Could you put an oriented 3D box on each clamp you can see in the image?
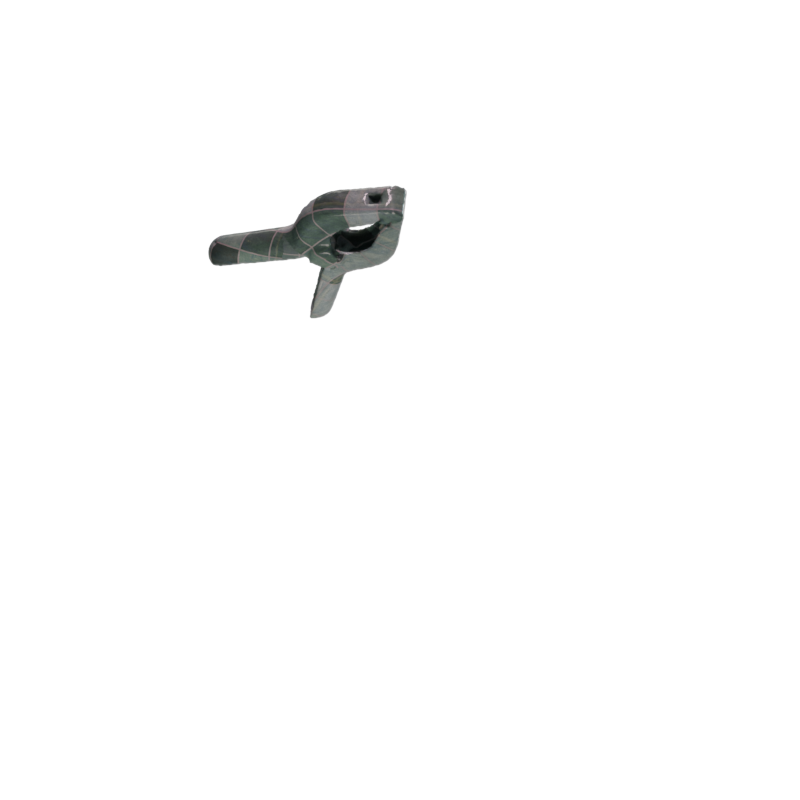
[{"bbox_3d":[-0.067,-0.123,0.859,0.114,0.042,0.169,18,-34,-30],"label":"clamp"}]
